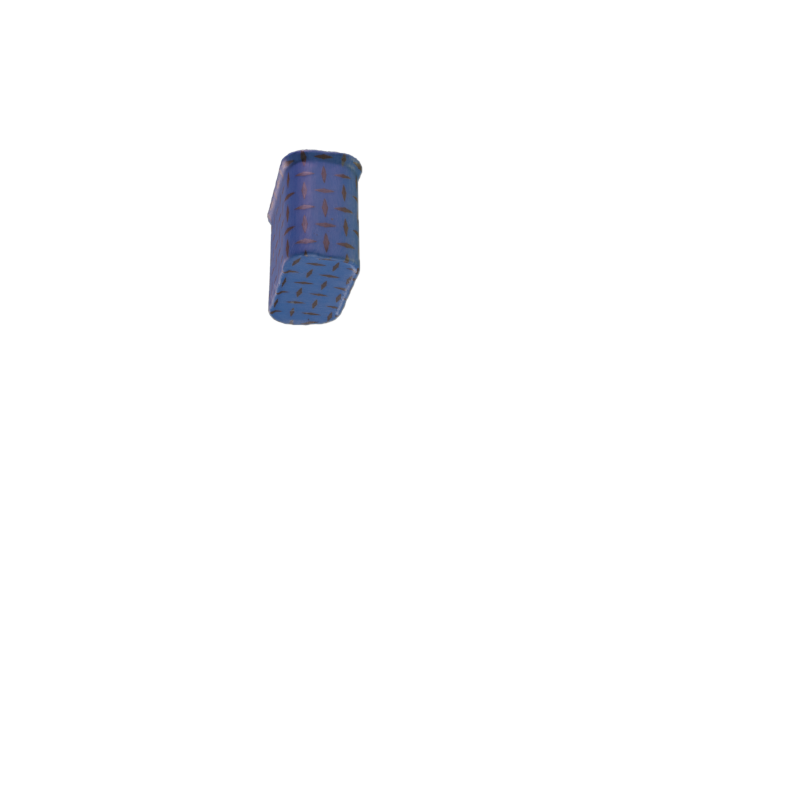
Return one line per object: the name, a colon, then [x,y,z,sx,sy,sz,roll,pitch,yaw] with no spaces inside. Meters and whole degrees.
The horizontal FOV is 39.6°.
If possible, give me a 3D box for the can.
can: [-0.060,-0.110,0.771,0.056,0.089,0.097,5,-28,-12]
